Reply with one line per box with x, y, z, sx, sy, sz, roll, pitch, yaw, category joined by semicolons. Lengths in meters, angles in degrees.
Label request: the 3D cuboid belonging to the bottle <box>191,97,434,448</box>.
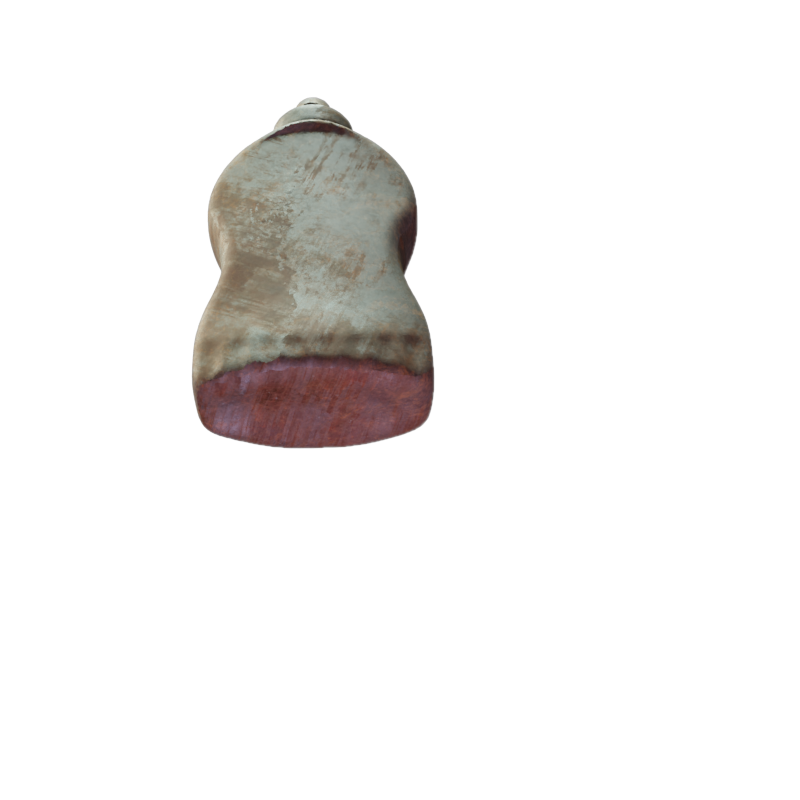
-0.039;-0.072;0.501;0.096;0.206;0.054;-4;-42;0;bottle
